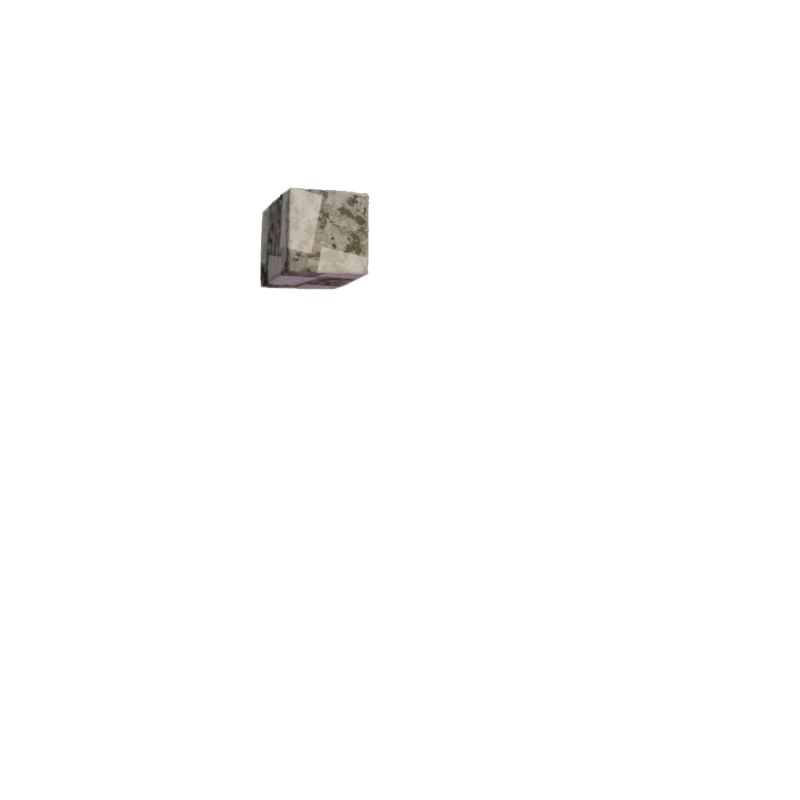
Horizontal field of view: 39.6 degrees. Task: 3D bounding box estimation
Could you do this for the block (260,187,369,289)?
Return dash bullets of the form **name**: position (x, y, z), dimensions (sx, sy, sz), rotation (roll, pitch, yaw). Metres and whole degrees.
- **block**: position (-0.055, -0.100, 0.704), dimensions (0.051, 0.052, 0.078), rotation (2, -5, -19)
